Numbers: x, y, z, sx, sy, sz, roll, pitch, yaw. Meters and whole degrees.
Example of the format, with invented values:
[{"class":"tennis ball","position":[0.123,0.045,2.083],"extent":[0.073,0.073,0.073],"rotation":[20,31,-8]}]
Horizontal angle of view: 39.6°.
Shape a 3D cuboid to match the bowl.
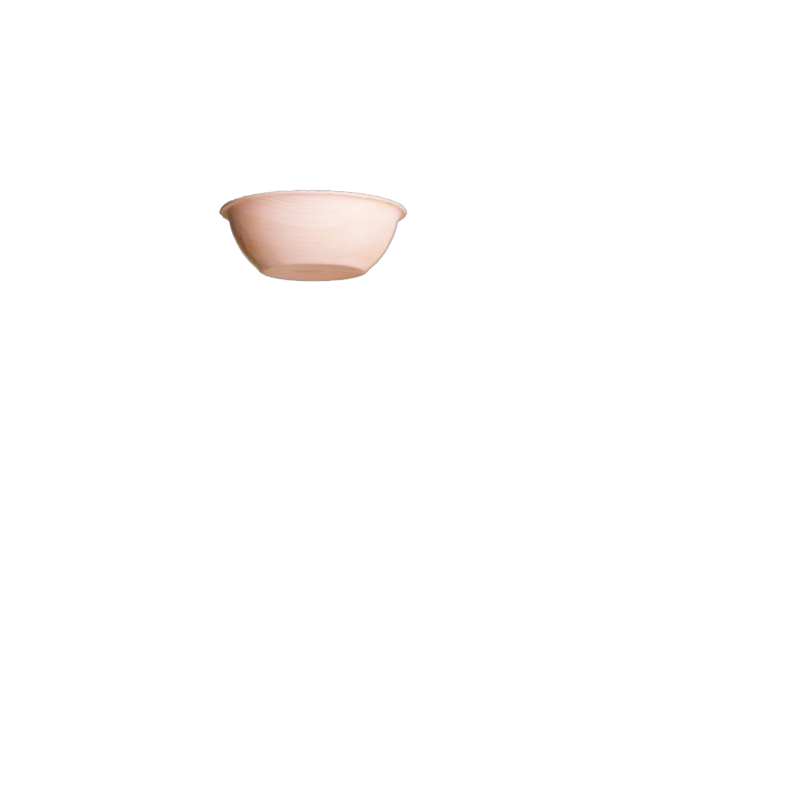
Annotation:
[{"class":"bowl","position":[-0.075,-0.136,0.952],"extent":[0.162,0.056,0.159],"rotation":[0,-4,-2]}]
